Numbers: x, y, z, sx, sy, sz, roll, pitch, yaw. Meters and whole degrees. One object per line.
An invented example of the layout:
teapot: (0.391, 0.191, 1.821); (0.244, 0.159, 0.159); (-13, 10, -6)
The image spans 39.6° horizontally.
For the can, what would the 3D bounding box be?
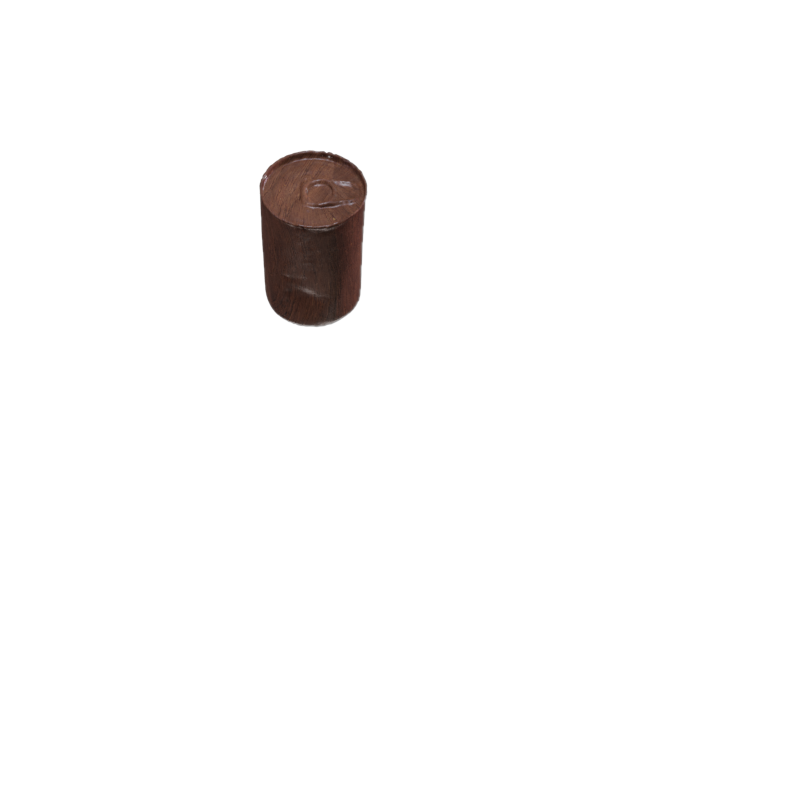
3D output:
can: (-0.057, -0.104, 0.731); (0.068, 0.073, 0.095); (0, -38, -3)
